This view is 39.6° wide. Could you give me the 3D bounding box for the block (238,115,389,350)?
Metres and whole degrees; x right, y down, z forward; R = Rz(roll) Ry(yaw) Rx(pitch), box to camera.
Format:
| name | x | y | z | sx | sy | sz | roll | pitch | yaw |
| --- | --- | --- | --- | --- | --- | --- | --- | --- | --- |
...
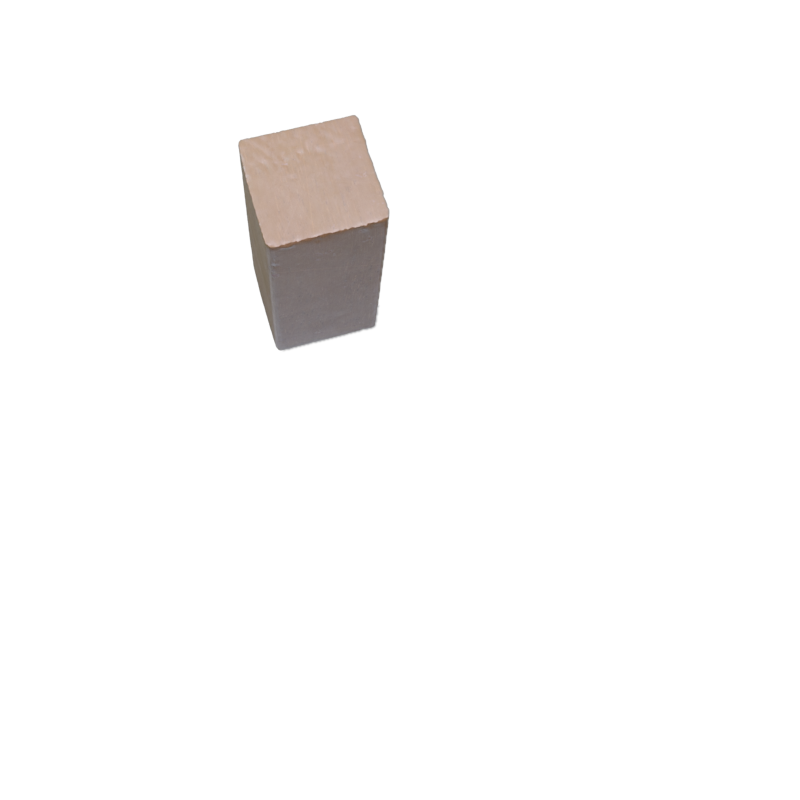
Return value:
| name | x | y | z | sx | sy | sz | roll | pitch | yaw |
| --- | --- | --- | --- | --- | --- | --- | --- | --- | --- |
| block | -0.068 | -0.123 | 0.864 | 0.090 | 0.095 | 0.196 | -14 | -18 | -9 |
